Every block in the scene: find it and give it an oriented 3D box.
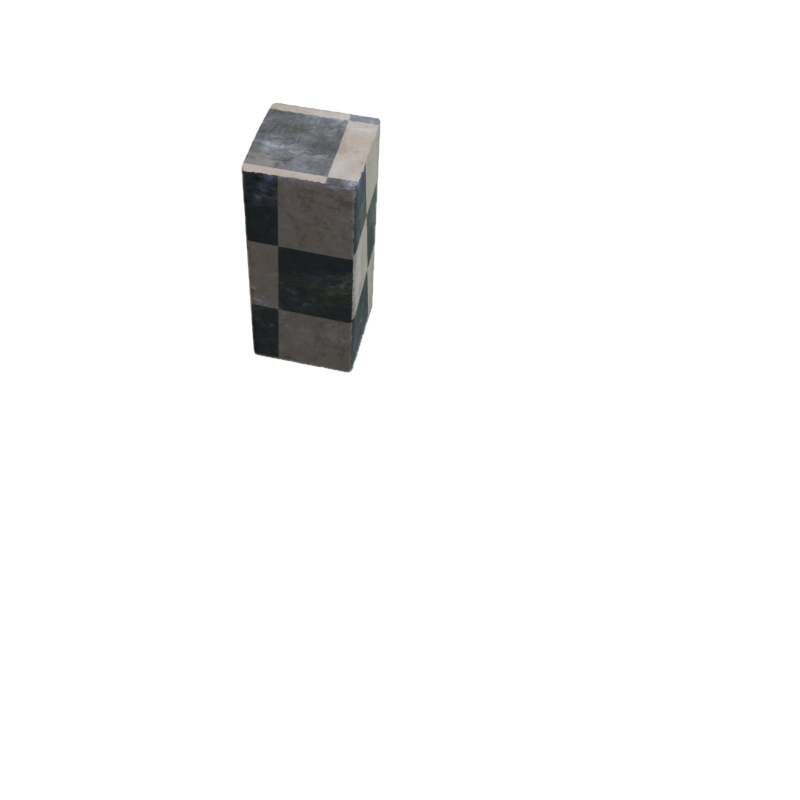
[{"bbox_3d":[-0.072,-0.129,0.909,0.092,0.095,0.192,11,-43,7],"label":"block"}]
